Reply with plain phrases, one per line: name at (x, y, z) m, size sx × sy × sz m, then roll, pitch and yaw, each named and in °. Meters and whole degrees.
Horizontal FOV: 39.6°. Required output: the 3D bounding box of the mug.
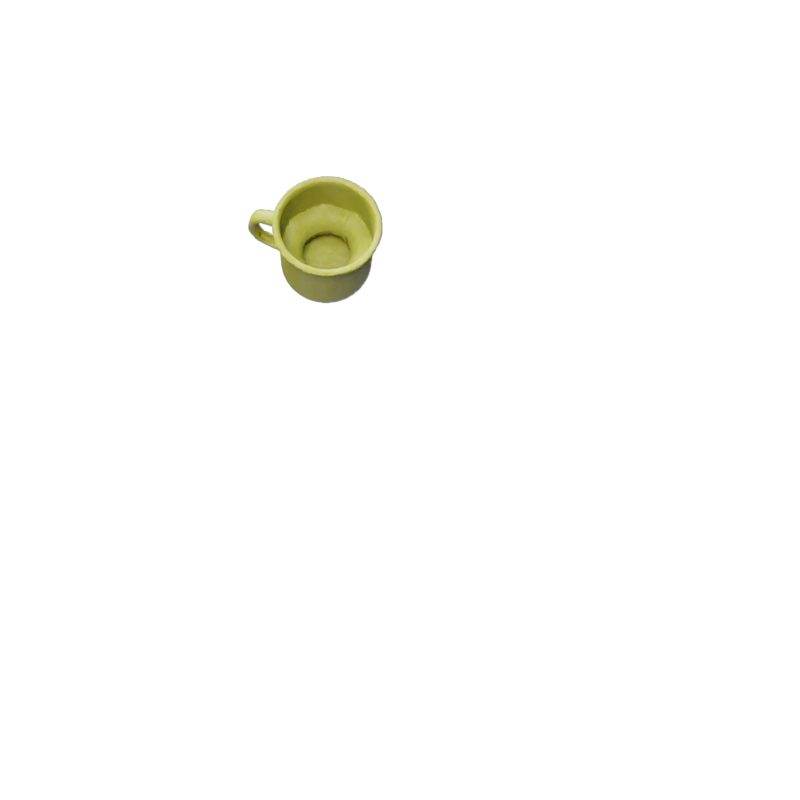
mug at (-0.076, -0.138, 0.964) m, size 0.118 × 0.097 × 0.077 m, roll 12°, pitch -21°, yaw 4°
